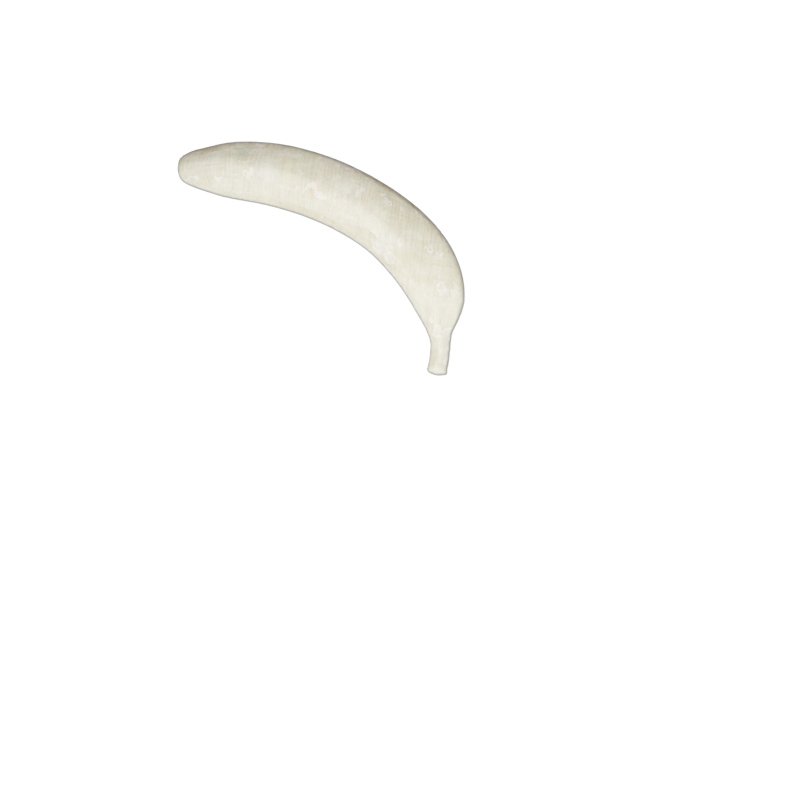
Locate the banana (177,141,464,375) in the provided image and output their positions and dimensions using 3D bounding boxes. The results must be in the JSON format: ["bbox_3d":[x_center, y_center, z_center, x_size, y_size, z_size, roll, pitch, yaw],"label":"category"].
[{"bbox_3d":[-0.034,-0.100,0.628,0.205,0.071,0.035,38,-18,15],"label":"banana"}]
